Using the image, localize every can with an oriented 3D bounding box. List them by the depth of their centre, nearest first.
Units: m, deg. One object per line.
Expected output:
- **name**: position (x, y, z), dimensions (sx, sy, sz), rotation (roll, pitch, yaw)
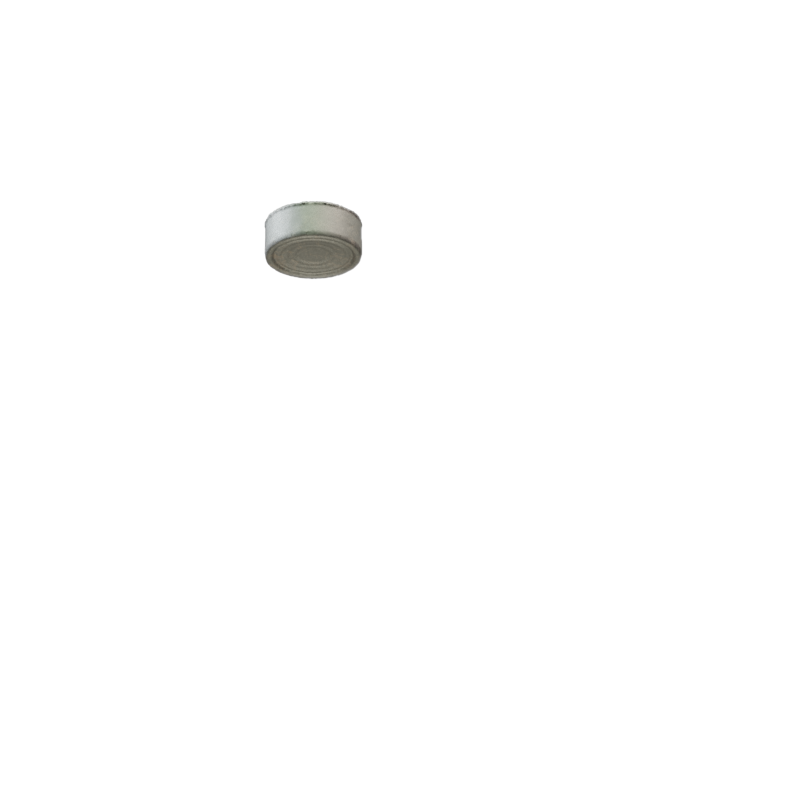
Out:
- **can**: position (-0.076, -0.138, 0.967), dimensions (0.086, 0.035, 0.081), rotation (0, -22, -2)
